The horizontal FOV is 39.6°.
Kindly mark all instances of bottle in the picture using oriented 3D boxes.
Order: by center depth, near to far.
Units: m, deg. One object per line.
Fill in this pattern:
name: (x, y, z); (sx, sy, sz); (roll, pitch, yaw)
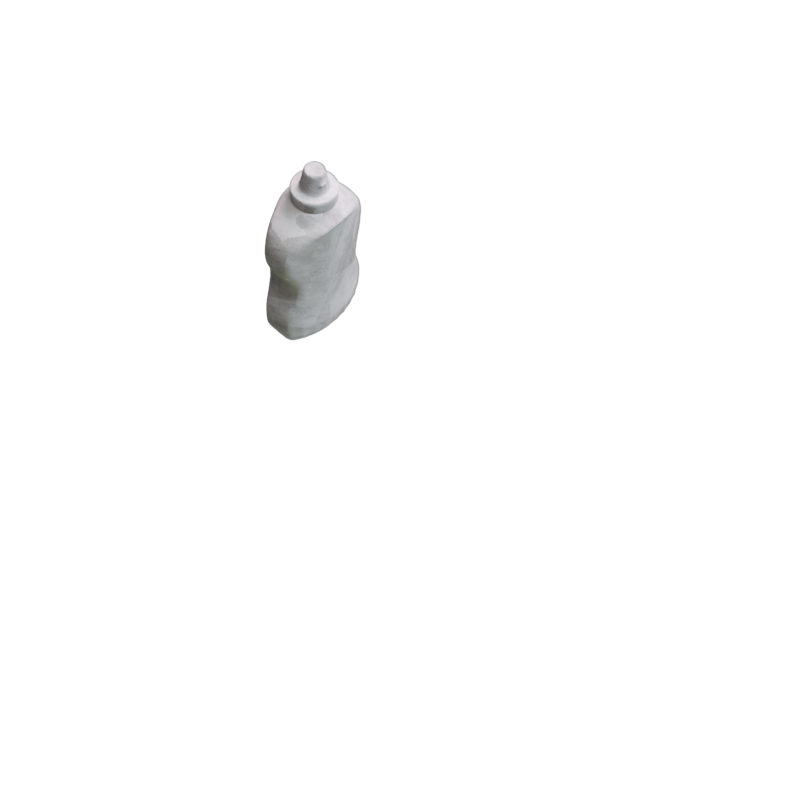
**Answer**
bottle: (-0.075, -0.137, 0.961); (0.097, 0.062, 0.179); (-40, -22, -25)
